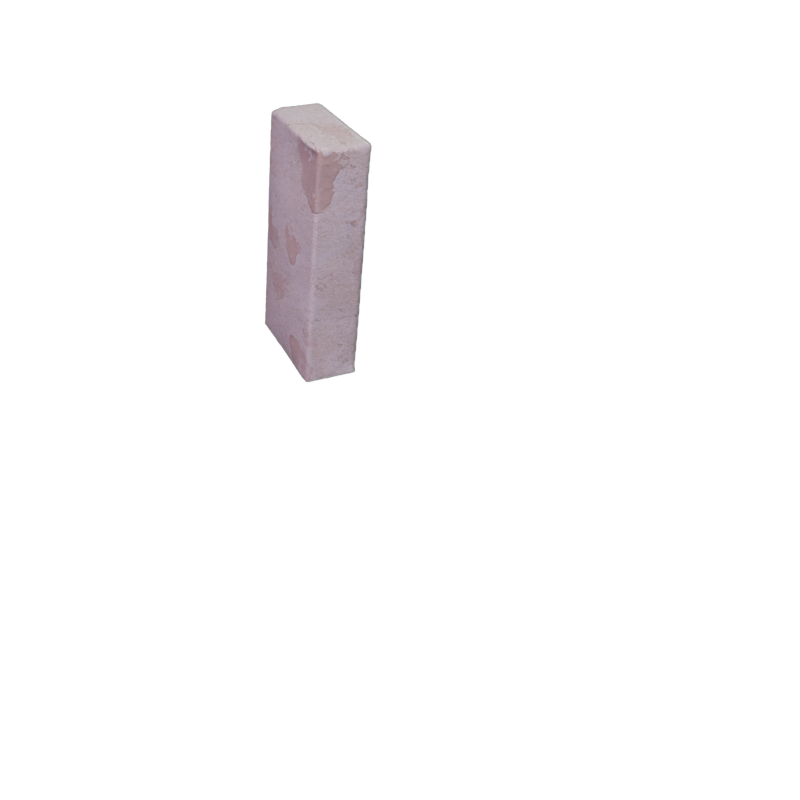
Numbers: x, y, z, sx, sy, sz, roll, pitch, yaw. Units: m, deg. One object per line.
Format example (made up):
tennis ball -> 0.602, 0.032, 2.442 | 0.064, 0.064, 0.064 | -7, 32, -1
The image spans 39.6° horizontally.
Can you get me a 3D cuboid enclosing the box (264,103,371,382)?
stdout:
box -> -0.062, -0.112, 0.786 | 0.047, 0.166, 0.100 | -10, 30, -22
